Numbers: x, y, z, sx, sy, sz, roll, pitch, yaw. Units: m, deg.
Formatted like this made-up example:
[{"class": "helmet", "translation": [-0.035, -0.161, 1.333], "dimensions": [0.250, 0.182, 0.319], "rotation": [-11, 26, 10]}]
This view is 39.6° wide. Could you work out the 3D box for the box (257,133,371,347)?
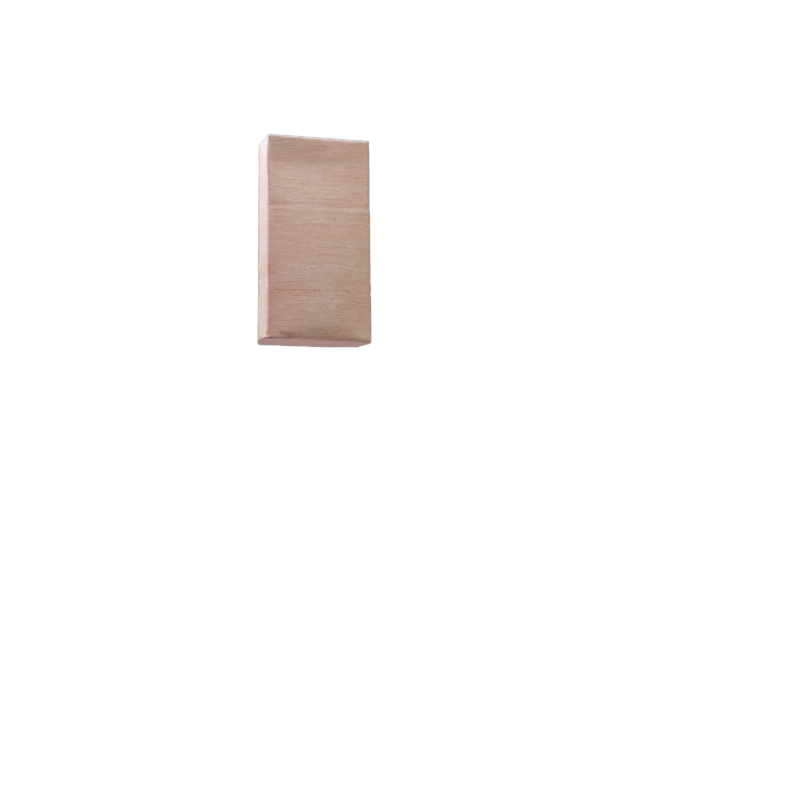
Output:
[{"class": "box", "translation": [-0.074, -0.135, 0.946], "dimensions": [0.091, 0.181, 0.048], "rotation": [2, -12, -16]}]
